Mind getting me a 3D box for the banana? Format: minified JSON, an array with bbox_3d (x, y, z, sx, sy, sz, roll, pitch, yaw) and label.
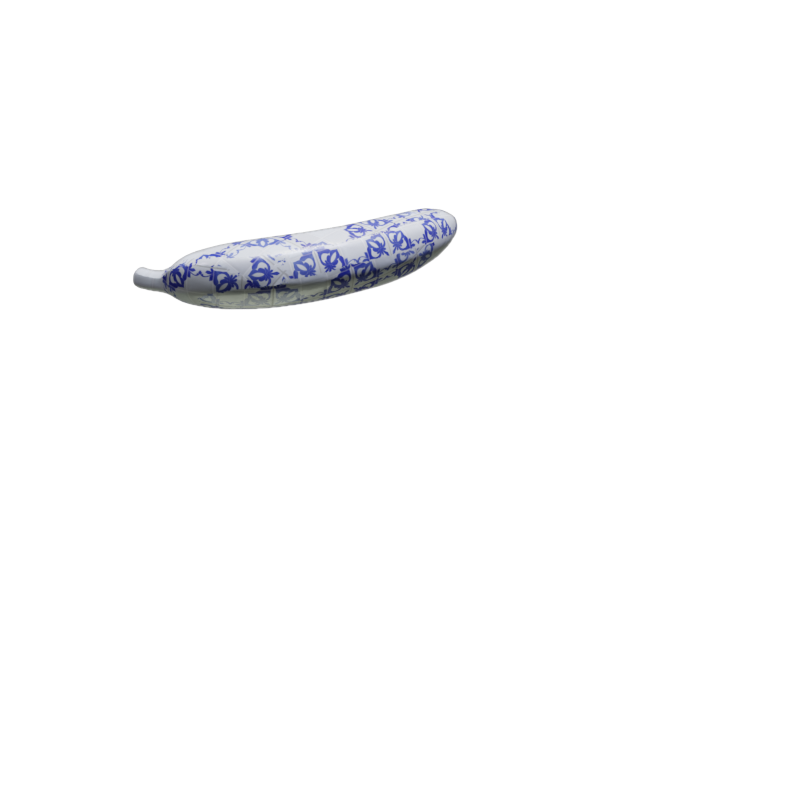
[{"bbox_3d":[-0.045,-0.081,0.617,0.194,0.035,0.075,-11,30,-20],"label":"banana"}]
